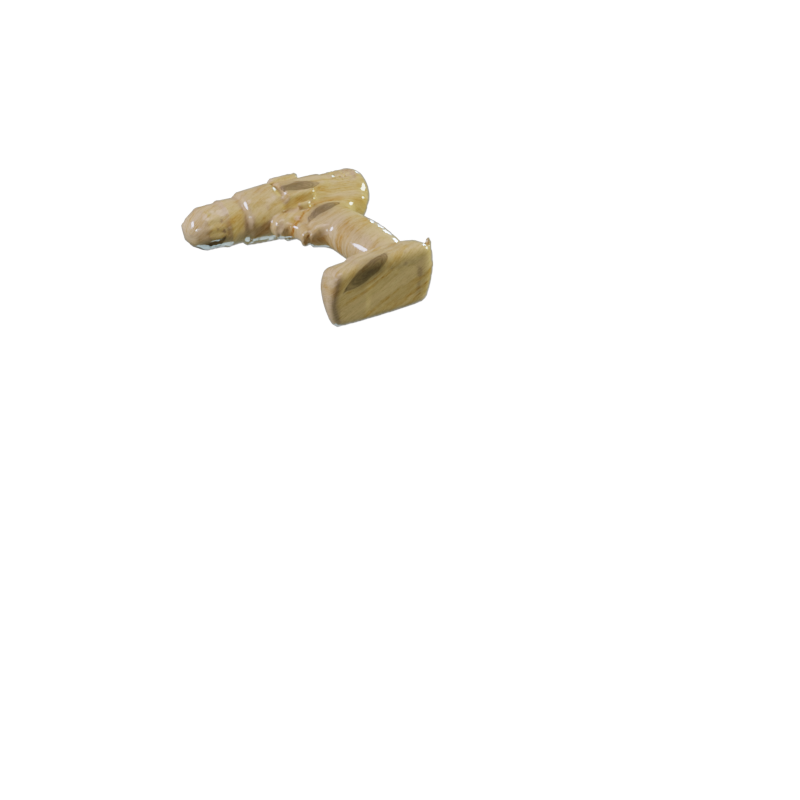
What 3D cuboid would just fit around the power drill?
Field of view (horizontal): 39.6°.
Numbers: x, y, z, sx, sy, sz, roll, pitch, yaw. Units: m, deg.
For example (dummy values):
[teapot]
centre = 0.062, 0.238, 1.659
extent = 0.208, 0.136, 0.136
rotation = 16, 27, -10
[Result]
[power drill]
centre = -0.076, -0.138, 0.966
extent = 0.182, 0.054, 0.203
rotation = -20, 42, -25
